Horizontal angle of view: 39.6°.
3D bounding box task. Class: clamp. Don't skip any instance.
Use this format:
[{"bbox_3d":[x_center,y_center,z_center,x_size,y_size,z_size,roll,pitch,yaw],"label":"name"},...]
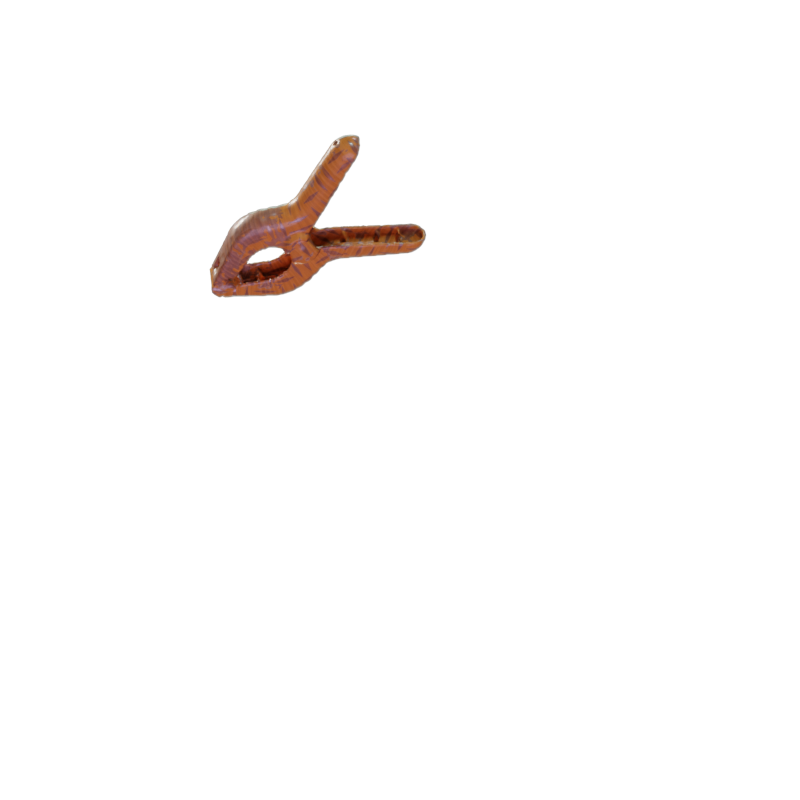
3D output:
[{"bbox_3d":[-0.068,-0.124,0.867,0.171,0.042,0.112,-31,-57,22],"label":"clamp"}]
